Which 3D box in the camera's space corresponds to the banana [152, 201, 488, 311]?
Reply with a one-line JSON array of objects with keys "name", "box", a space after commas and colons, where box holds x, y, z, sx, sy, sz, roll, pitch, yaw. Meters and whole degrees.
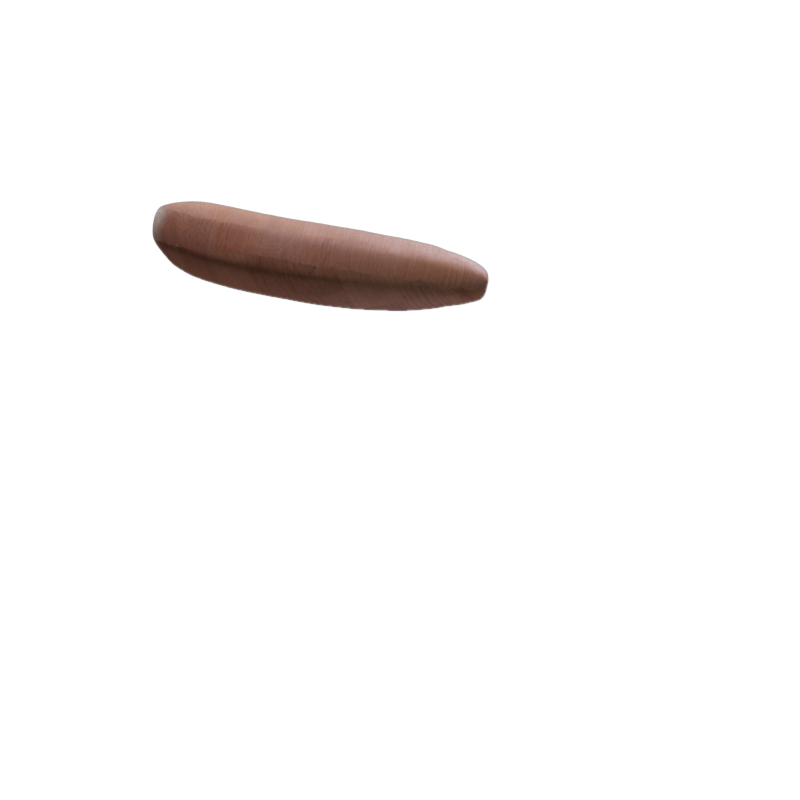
[{"name": "banana", "box": [-0.057, -0.073, 0.532, 0.209, 0.035, 0.069, 18, 27, 36]}]
